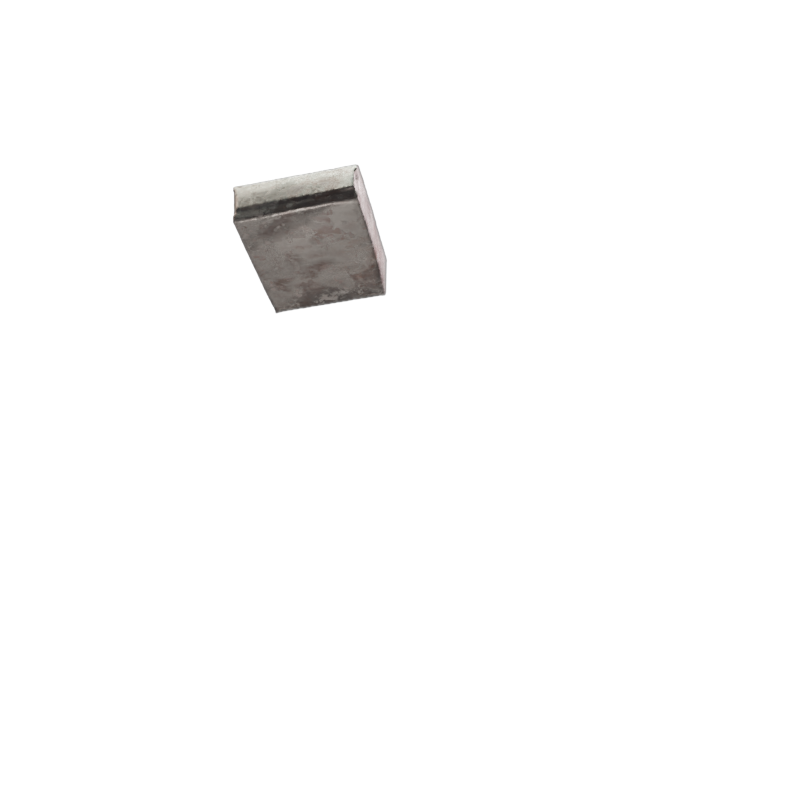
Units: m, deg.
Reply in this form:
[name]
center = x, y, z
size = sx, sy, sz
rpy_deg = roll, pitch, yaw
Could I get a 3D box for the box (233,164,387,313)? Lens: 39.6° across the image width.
[box]
center = -0.062, -0.113, 0.795
size = 0.091, 0.042, 0.105
rpy_deg = -7, -38, 9
